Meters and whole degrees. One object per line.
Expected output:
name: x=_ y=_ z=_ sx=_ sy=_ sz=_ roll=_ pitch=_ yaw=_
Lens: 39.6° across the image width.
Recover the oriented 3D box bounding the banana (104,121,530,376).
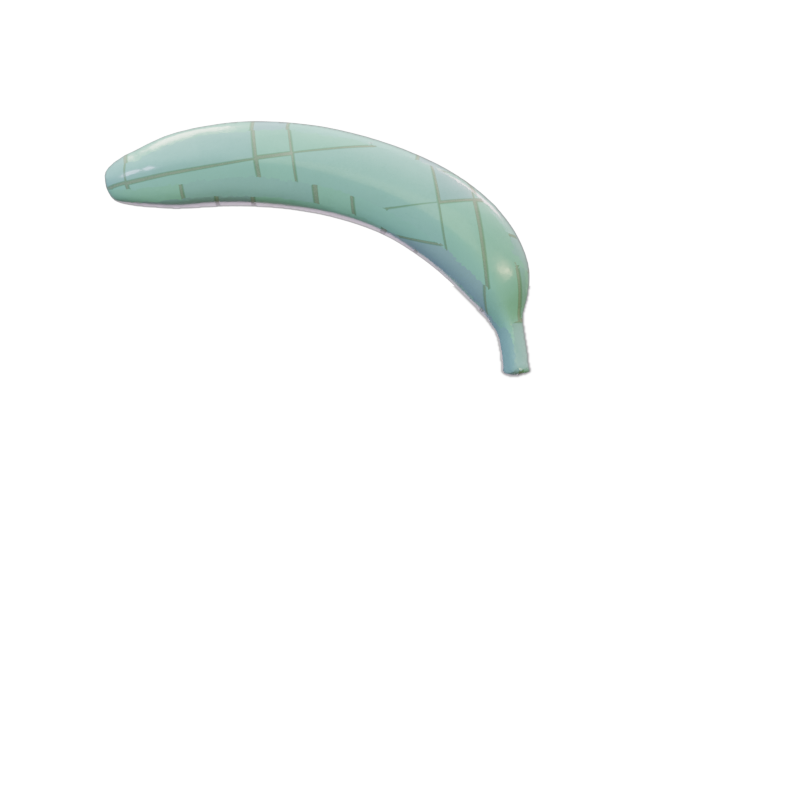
banana: x=-0.025 y=-0.081 z=0.468 sx=0.201 sy=0.071 sz=0.035 roll=24 pitch=-17 yaw=8
